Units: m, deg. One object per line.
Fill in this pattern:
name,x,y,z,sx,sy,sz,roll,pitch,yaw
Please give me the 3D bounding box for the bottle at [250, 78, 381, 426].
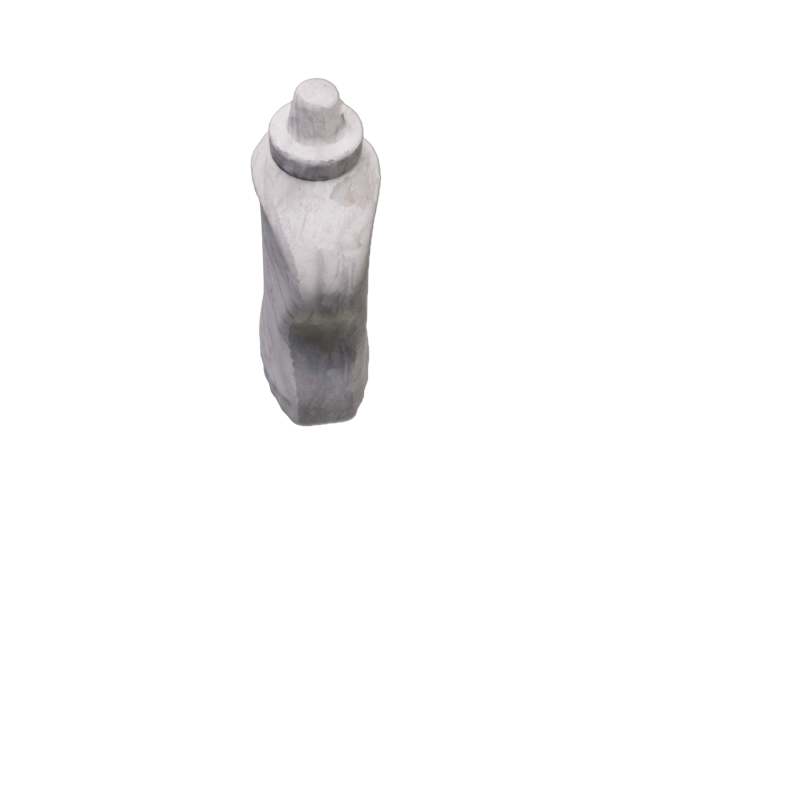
bottle,-0.041,-0.076,0.531,0.058,0.103,0.179,-4,-36,-7
